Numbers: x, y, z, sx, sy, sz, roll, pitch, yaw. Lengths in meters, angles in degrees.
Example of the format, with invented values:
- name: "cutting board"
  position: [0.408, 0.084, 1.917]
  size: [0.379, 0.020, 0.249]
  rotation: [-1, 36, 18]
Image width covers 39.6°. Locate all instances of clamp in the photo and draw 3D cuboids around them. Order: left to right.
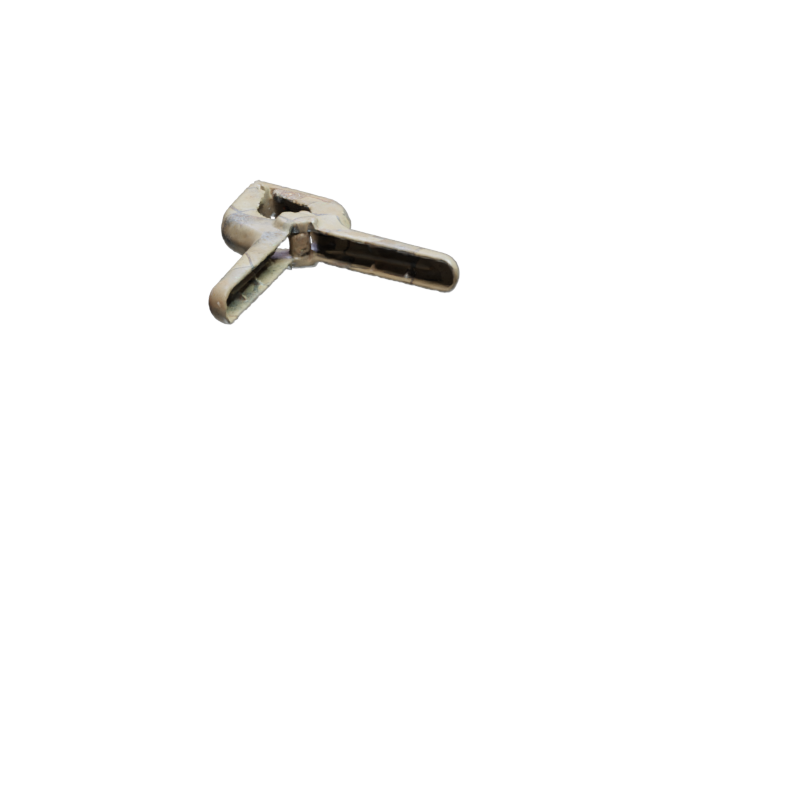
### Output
- name: "clamp"
  position: [-0.061, -0.111, 0.779]
  size: [0.162, 0.034, 0.224]
  rotation: [-6, 28, -11]
